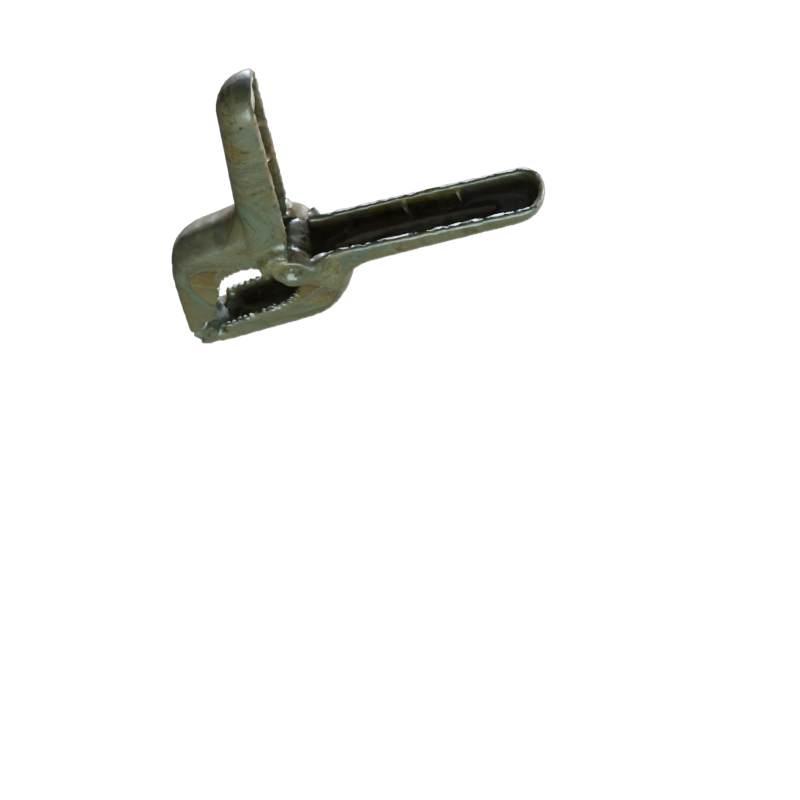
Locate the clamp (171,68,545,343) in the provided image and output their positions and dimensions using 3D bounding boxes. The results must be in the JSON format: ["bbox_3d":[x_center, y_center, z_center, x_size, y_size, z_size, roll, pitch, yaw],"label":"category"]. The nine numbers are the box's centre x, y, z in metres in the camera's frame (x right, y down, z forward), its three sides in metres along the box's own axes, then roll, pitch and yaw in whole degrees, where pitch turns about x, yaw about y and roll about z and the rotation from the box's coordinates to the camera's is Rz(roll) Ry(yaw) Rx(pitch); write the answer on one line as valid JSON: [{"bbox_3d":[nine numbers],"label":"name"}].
[{"bbox_3d":[-0.043,-0.078,0.550,0.158,0.039,0.206,12,-27,-24],"label":"clamp"}]
